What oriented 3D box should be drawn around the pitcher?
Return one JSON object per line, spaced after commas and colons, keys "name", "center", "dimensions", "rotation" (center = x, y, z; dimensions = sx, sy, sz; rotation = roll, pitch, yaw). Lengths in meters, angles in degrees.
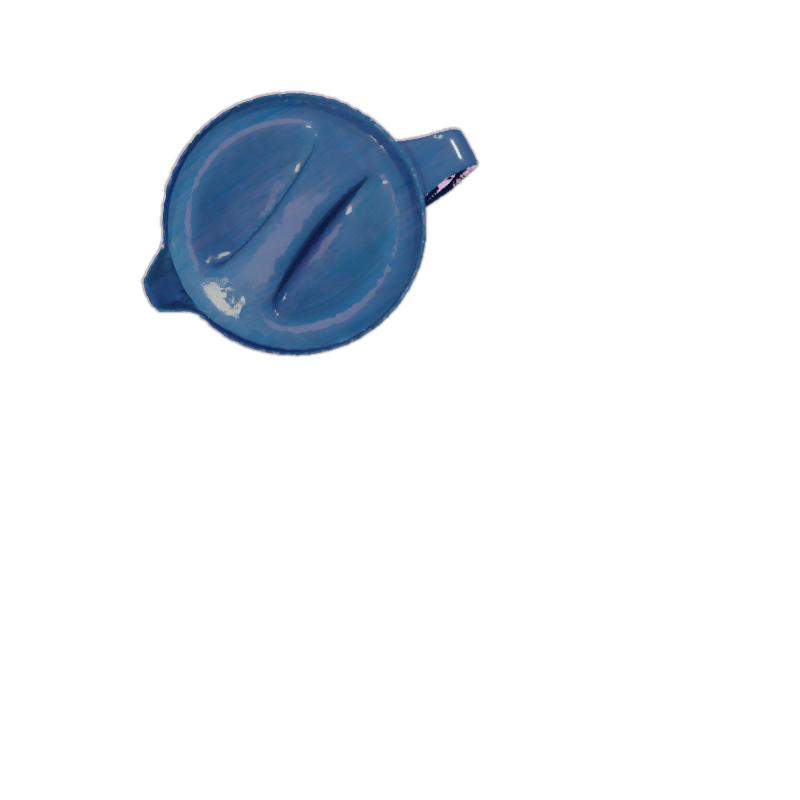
{"name": "pitcher", "center": [-0.052, -0.095, 0.665], "dimensions": [0.149, 0.146, 0.242], "rotation": [18, -2, -3]}
